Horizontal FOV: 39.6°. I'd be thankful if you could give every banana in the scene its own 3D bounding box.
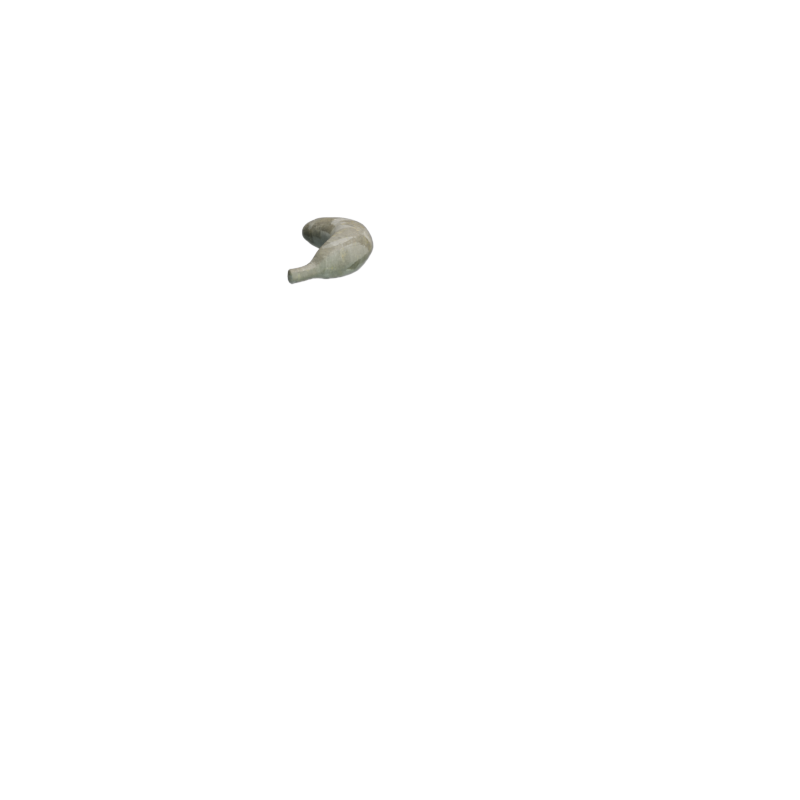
[{"bbox_3d":[-0.058,-0.139,0.977,0.070,0.036,0.204,0,17,0],"label":"banana"}]
